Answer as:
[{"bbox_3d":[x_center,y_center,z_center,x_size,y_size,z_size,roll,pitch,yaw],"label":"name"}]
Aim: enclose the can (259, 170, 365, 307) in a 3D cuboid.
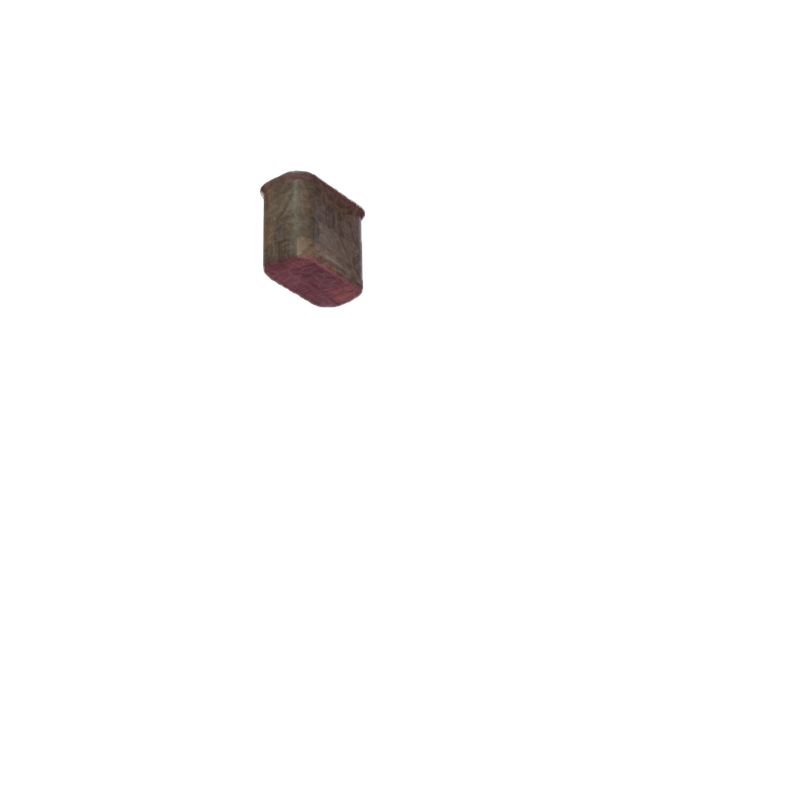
[{"bbox_3d":[-0.076,-0.138,0.967,0.058,0.089,0.095,-21,-33,32],"label":"can"}]
